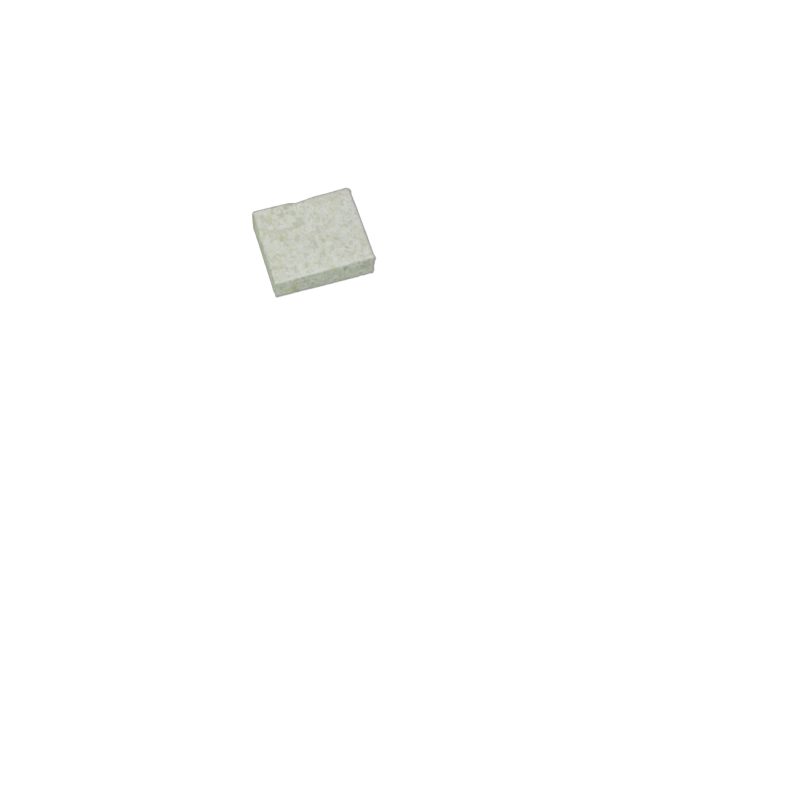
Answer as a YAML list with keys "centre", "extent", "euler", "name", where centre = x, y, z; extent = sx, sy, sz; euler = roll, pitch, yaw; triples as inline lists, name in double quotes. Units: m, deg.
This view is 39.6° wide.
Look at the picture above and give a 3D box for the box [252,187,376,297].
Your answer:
- centre: [-0.073, -0.134, 0.935]
  extent: [0.089, 0.078, 0.028]
  euler: [-15, -26, -8]
  name: "box"
